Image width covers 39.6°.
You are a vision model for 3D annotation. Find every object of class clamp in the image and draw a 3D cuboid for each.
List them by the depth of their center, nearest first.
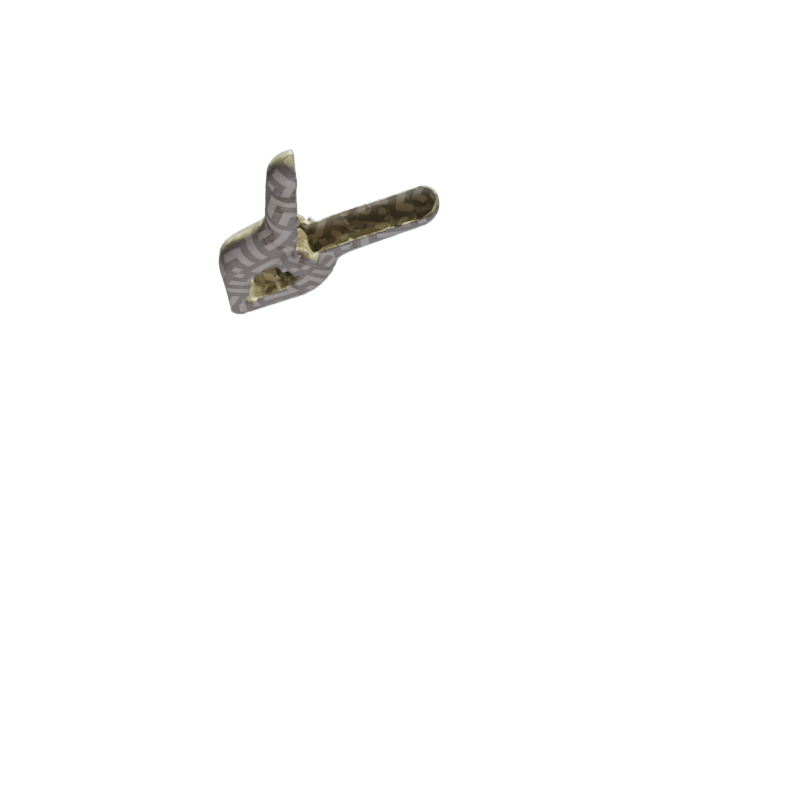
[{"bbox_3d":[-0.057,-0.104,0.727,0.116,0.041,0.168,11,-26,-24],"label":"clamp"}]
